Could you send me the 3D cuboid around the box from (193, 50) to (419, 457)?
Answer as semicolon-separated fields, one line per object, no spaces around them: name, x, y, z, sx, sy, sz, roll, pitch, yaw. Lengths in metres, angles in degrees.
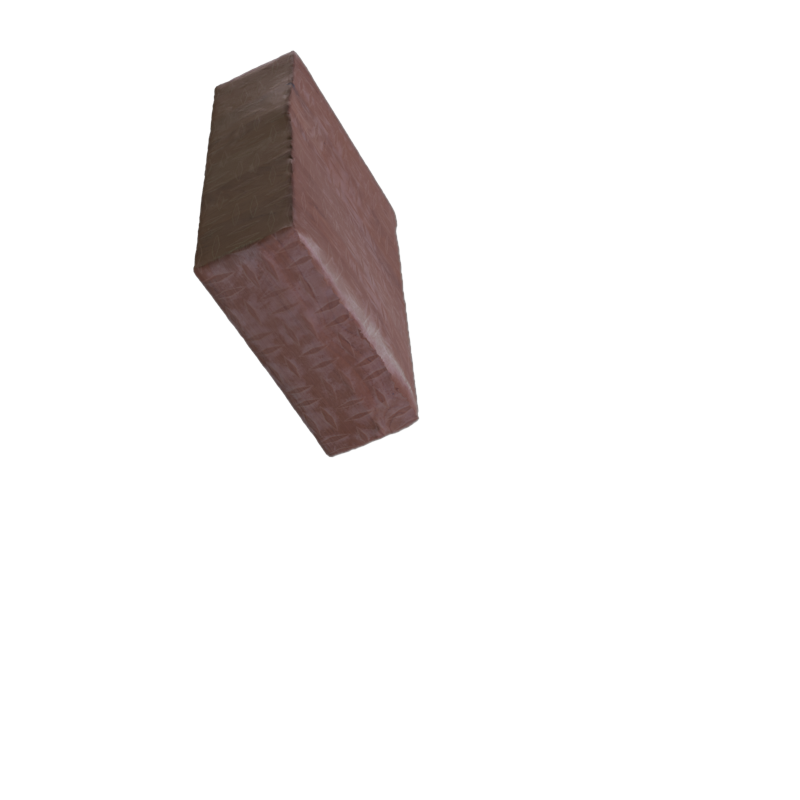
box;-0.055;-0.100;0.703;0.072;0.152;0.229;-23;37;15
